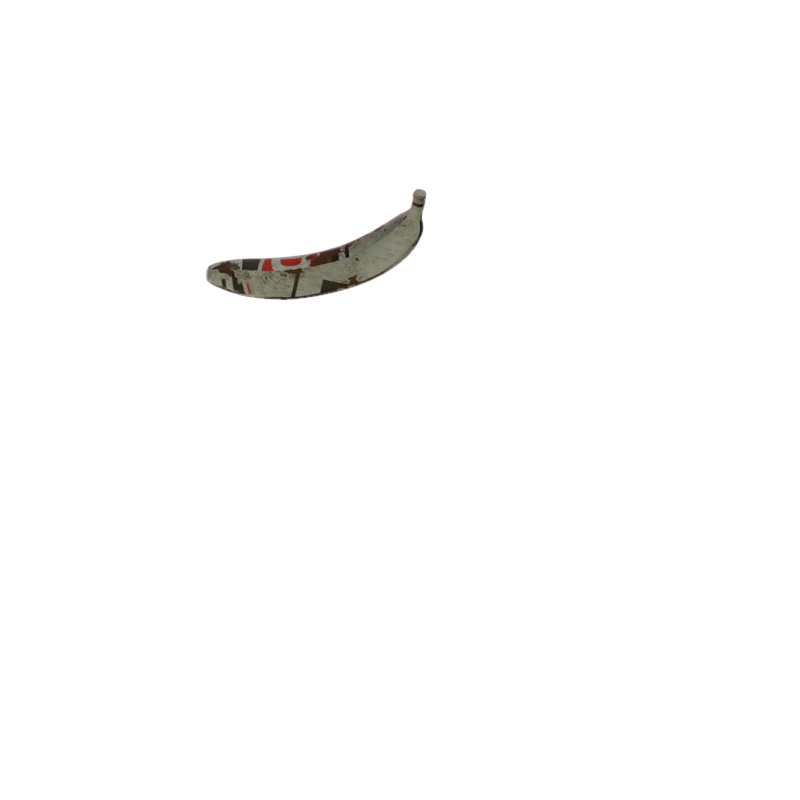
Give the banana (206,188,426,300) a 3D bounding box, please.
[{"bbox_3d":[-0.061,-0.119,0.923,0.199,0.065,0.039,-19,32,12],"label":"banana"}]
